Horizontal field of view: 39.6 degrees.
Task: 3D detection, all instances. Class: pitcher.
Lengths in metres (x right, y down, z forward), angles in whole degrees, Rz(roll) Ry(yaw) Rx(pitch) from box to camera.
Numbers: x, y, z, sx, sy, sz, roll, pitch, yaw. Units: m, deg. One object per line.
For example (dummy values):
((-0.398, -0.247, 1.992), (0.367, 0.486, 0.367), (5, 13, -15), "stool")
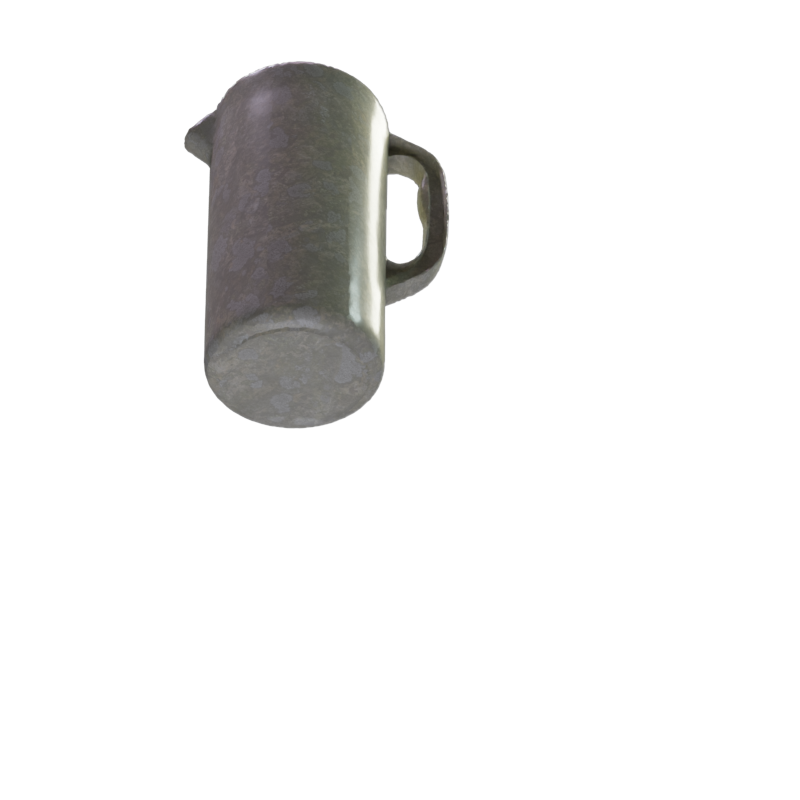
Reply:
((-0.058, -0.106, 0.740), (0.149, 0.261, 0.135), (-27, -48, 23), "pitcher")
